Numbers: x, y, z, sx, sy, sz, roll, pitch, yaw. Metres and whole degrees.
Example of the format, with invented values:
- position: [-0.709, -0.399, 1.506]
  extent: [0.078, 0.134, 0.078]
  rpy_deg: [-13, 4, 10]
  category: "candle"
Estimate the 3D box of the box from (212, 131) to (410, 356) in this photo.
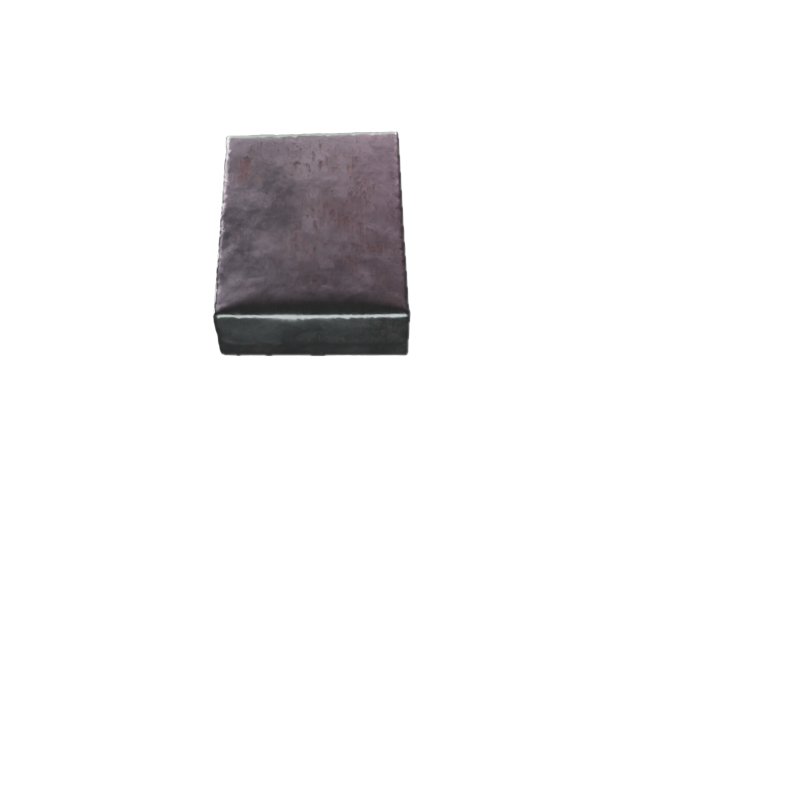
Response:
- position: [-0.078, -0.142, 0.993]
  extent: [0.164, 0.229, 0.067]
  rpy_deg: [-2, -37, 0]
  category: "box"
